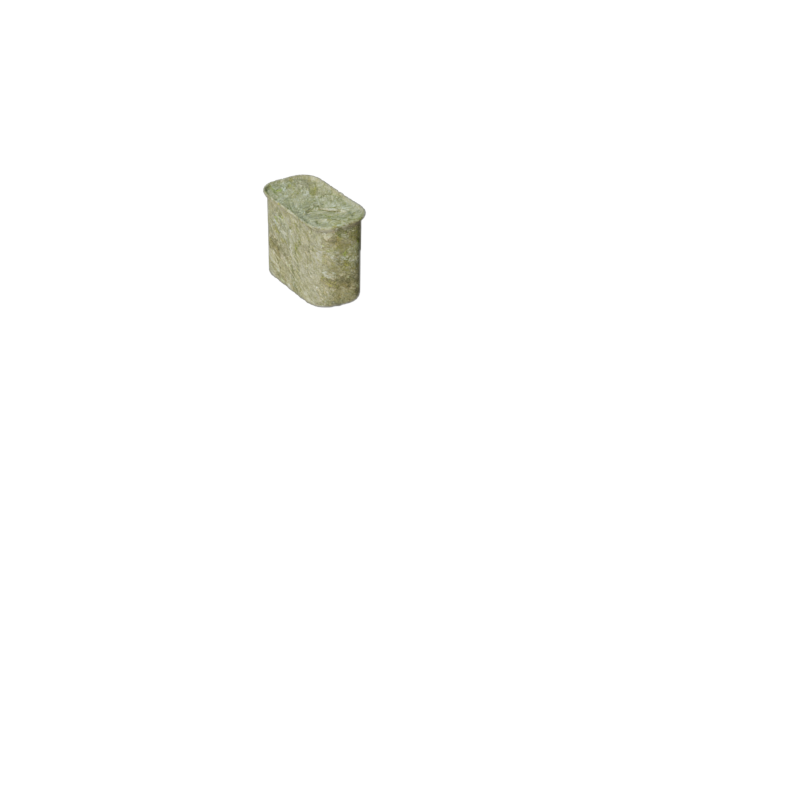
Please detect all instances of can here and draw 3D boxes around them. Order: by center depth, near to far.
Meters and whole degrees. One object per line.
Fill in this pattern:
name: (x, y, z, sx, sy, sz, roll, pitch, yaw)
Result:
can: (-0.076, -0.139, 0.977, 0.057, 0.079, 0.110, -19, 38, -30)
